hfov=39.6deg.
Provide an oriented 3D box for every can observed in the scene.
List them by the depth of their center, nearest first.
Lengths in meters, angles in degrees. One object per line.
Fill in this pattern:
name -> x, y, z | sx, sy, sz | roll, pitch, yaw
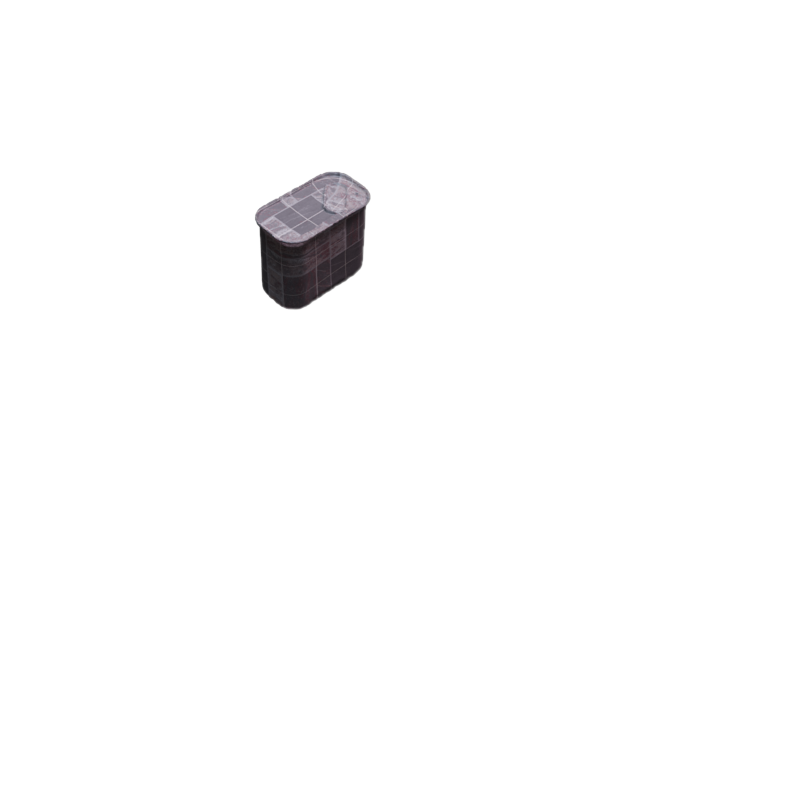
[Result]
can -> -0.076, -0.139, 0.972 | 0.102, 0.078, 0.061 | -35, 56, -30
